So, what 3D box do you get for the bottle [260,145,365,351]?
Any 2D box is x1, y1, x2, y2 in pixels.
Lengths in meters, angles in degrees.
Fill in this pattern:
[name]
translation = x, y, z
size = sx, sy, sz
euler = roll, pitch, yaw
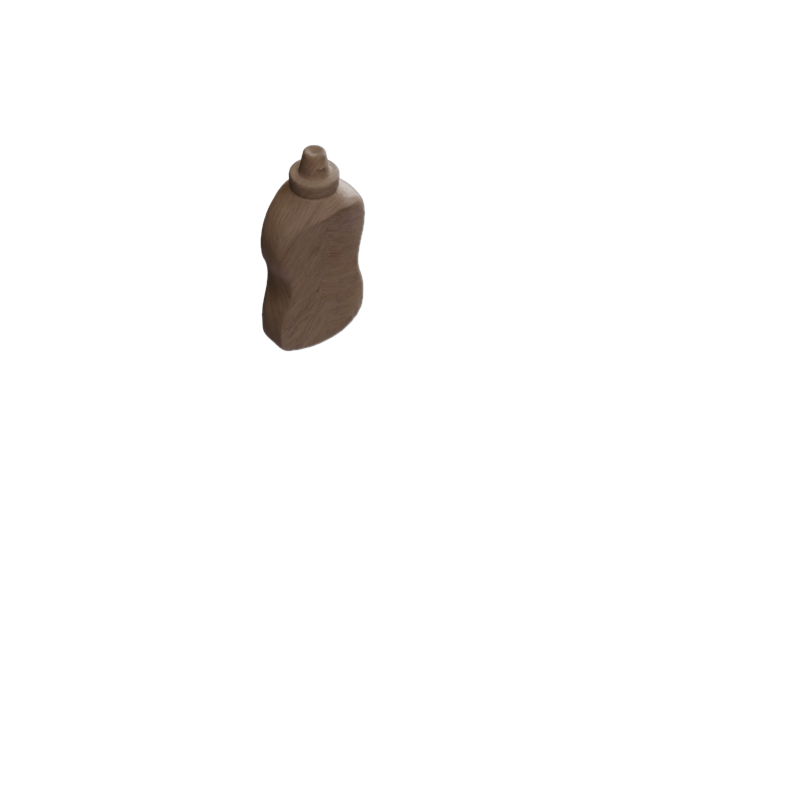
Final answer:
[bottle]
translation = -0.073, -0.133, 0.935
size = 0.096, 0.179, 0.063
euler = -29, 54, -28
